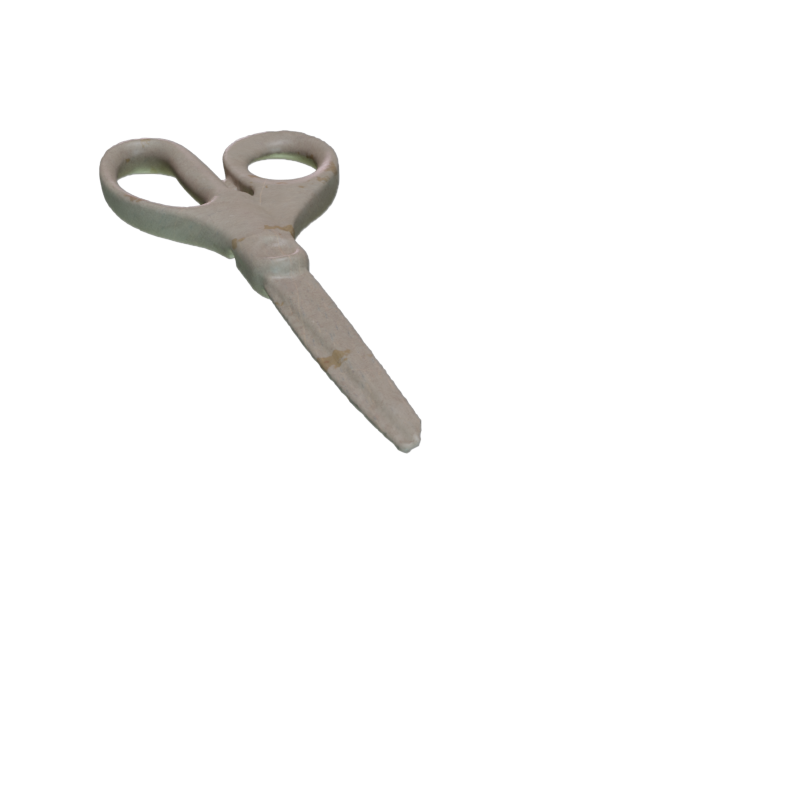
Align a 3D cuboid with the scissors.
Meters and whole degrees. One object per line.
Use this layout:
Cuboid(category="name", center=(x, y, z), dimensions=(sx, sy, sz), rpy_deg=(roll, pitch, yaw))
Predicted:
Cuboid(category="scissors", center=(-0.028, -0.052, 0.363), dimensions=(0.095, 0.015, 0.217), rpy_deg=(-24, 40, -31))
